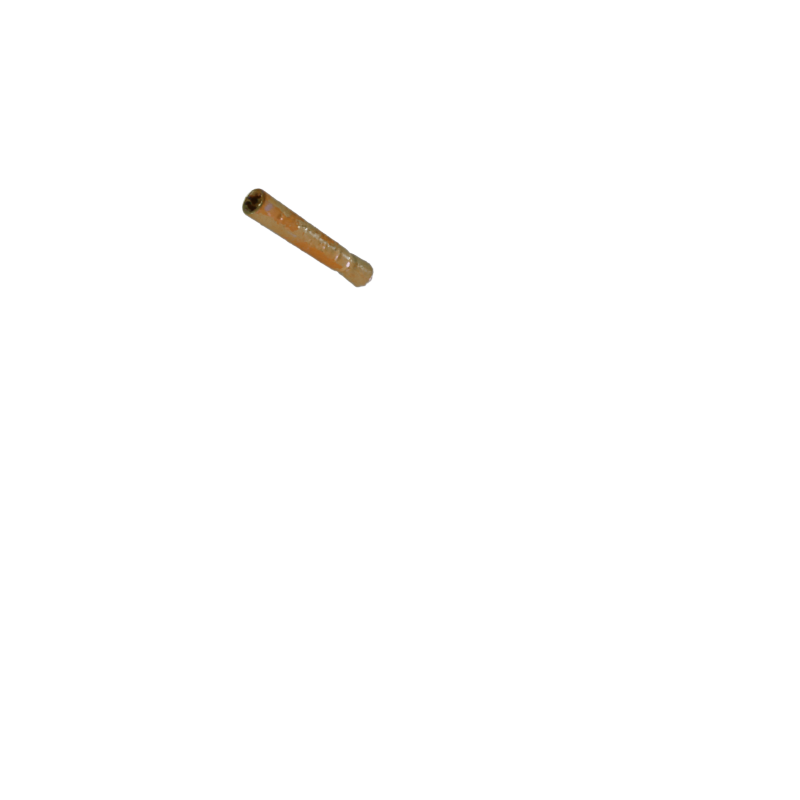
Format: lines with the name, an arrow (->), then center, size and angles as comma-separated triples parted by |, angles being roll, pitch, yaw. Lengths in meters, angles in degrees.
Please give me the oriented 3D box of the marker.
marker -> -0.057, -0.103, 0.722 | 0.021, 0.020, 0.113 | 3, -18, 41
